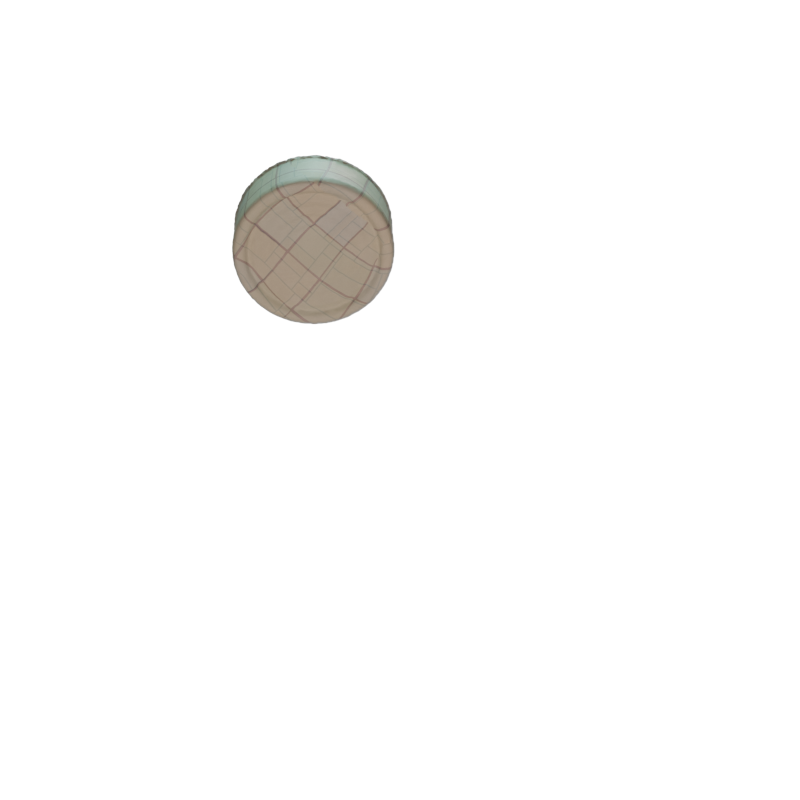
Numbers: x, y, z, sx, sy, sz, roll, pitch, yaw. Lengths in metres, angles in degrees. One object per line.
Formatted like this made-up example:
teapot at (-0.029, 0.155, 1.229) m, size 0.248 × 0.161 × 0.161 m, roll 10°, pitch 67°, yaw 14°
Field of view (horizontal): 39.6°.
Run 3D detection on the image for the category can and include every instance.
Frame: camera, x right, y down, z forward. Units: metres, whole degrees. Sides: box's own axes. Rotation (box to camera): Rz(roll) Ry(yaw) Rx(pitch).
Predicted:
can at (-0.046, -0.084, 0.586) m, size 0.086 × 0.081 × 0.036 m, roll 1°, pitch 29°, yaw -1°
